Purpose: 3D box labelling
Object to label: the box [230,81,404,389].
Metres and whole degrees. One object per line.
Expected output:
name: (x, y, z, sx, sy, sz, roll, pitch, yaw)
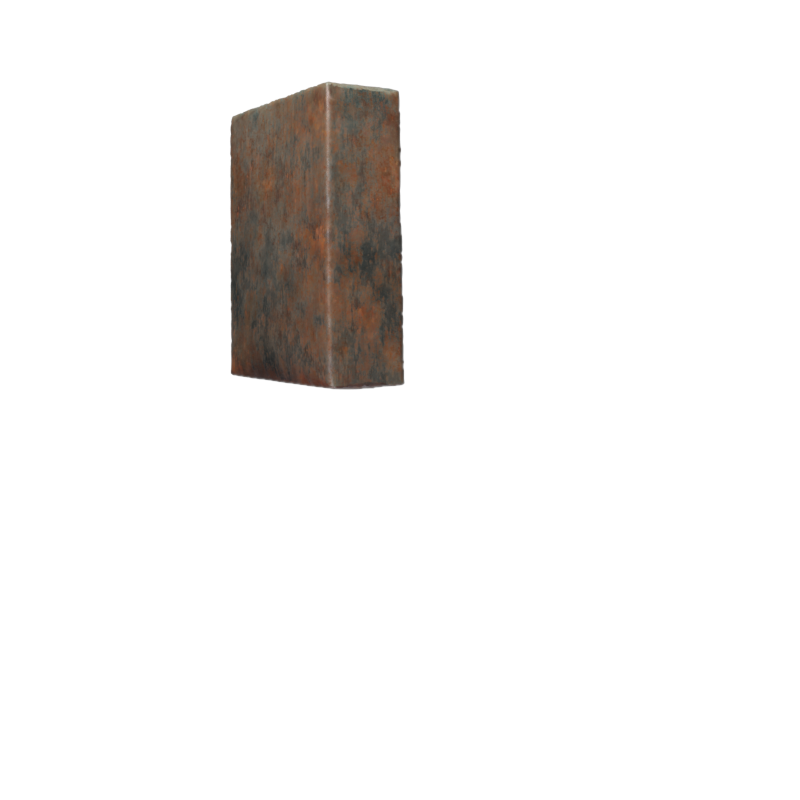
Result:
box: (-0.066, -0.121, 0.845, 0.069, 0.215, 0.169, 1, -1, -32)
